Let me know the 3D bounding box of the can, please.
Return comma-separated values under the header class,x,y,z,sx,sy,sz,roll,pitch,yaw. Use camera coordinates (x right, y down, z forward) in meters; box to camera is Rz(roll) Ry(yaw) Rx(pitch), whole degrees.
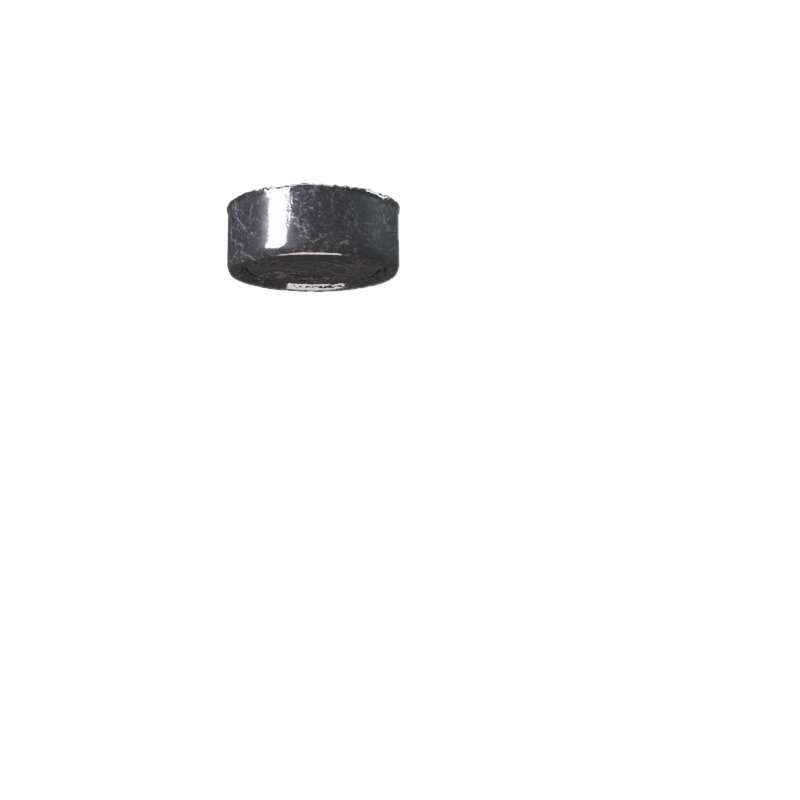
class,x,y,z,sx,sy,sz,roll,pitch,yaw
can,-0.043,-0.078,0.545,0.086,0.035,0.084,0,-8,-2
